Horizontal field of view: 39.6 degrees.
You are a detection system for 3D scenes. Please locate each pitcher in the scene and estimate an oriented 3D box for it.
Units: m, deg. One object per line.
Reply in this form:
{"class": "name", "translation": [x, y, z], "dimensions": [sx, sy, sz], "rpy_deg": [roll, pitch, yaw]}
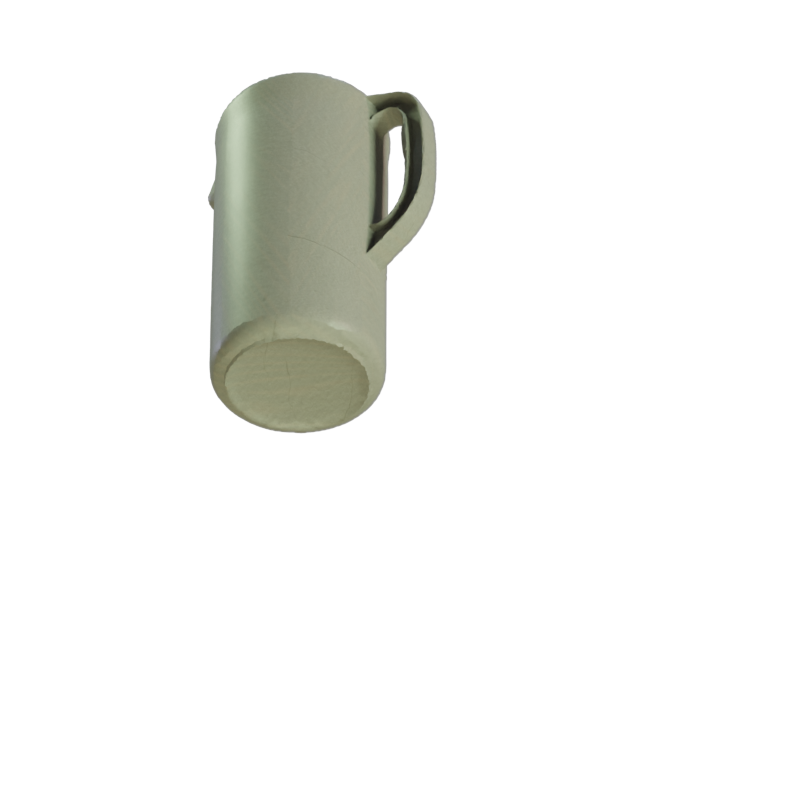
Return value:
{"class": "pitcher", "translation": [-0.059, -0.107, 0.750], "dimensions": [0.142, 0.261, 0.141], "rpy_deg": [8, -44, -12]}
